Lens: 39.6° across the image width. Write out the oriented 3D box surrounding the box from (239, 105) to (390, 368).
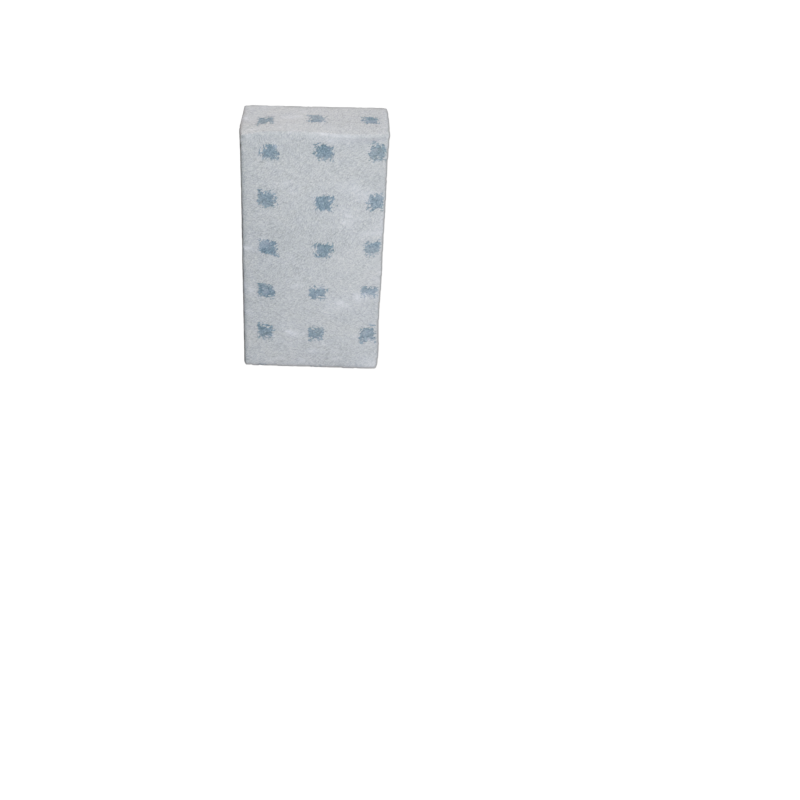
[{"bbox_3d":[-0.057,-0.103,0.720,0.093,0.165,0.051,2,36,-1],"label":"box"}]
